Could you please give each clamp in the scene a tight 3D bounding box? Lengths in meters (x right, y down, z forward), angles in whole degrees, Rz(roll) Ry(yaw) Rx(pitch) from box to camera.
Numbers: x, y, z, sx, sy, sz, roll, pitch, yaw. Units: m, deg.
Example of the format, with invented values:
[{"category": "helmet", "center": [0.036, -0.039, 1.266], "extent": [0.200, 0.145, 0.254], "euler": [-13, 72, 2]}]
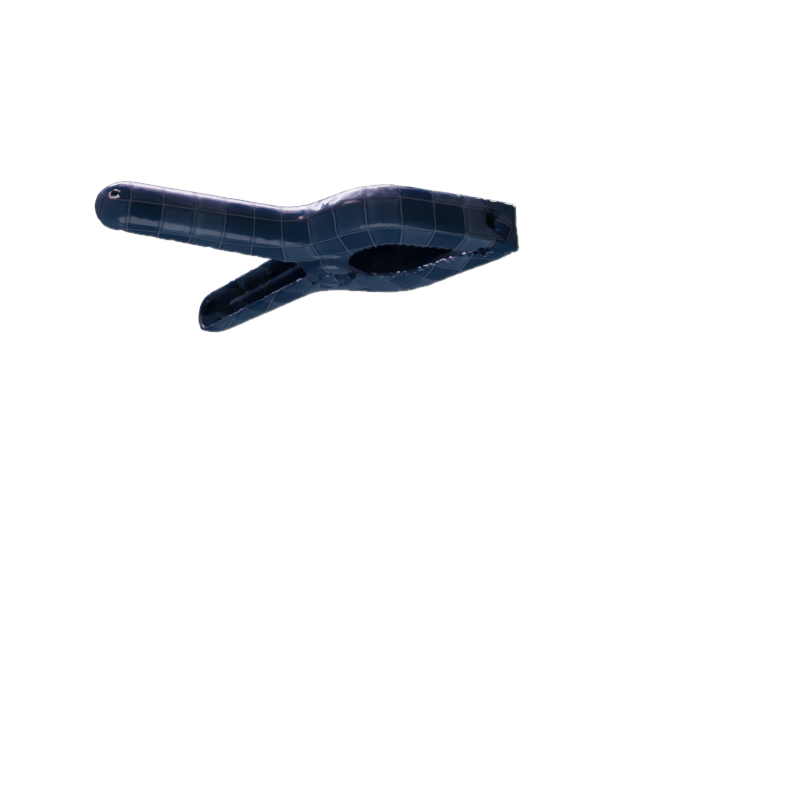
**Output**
[{"category": "clamp", "center": [-0.046, -0.084, 0.589], "extent": [0.214, 0.038, 0.154], "euler": [-6, -19, 18]}]
